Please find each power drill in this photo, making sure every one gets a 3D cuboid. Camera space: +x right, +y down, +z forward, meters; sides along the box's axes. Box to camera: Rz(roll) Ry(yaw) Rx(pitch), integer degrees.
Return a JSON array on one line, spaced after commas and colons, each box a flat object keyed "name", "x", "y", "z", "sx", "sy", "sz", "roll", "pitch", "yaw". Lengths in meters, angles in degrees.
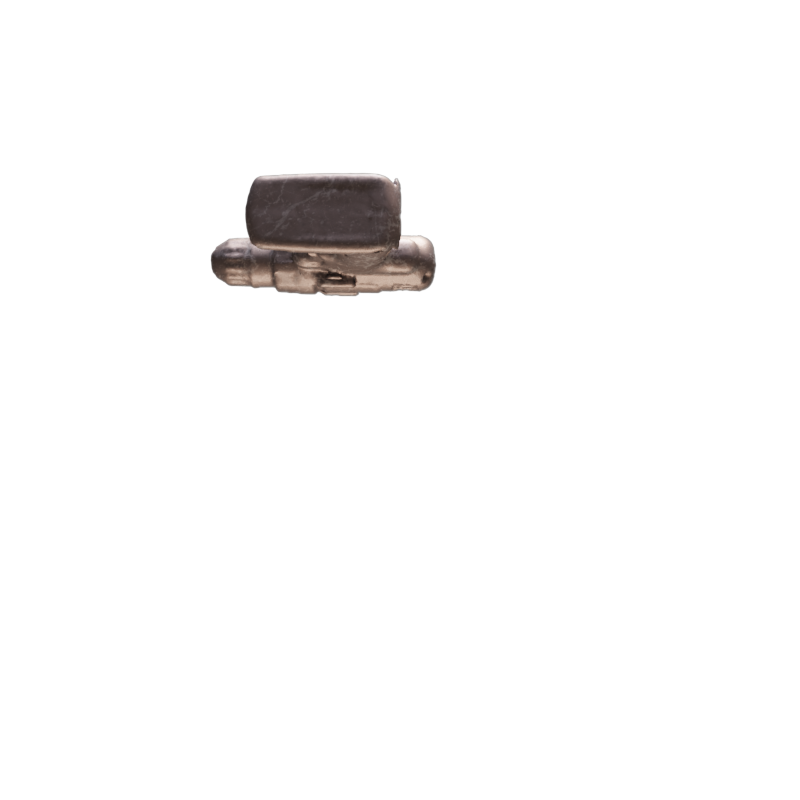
[{"name": "power drill", "x": -0.066, "y": -0.120, "z": 0.840, "sx": 0.186, "sy": 0.059, "sz": 0.182, "roll": 0, "pitch": -5, "yaw": 4}]
